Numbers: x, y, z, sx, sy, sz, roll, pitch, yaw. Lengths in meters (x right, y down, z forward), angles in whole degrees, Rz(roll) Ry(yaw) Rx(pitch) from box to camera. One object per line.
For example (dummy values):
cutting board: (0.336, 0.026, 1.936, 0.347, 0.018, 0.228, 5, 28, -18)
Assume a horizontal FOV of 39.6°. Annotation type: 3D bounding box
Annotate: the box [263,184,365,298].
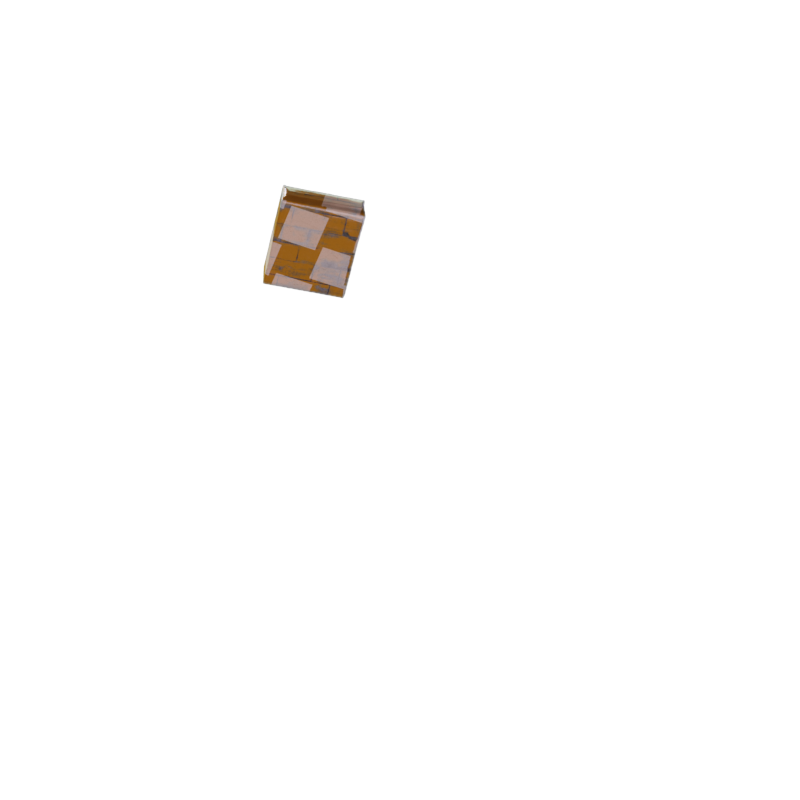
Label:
box: (-0.075, -0.137, 0.957, 0.072, 0.085, 0.032, 11, 32, -8)
